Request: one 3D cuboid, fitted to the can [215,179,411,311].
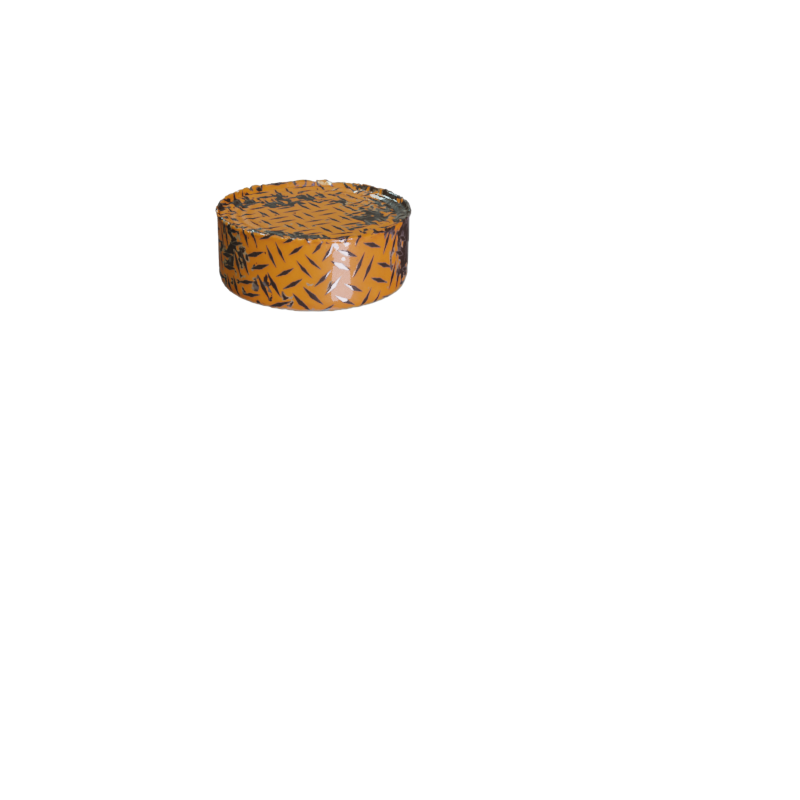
[{"bbox_3d":[-0.038,-0.070,0.492,0.086,0.032,0.090,-1,26,-2],"label":"can"}]
